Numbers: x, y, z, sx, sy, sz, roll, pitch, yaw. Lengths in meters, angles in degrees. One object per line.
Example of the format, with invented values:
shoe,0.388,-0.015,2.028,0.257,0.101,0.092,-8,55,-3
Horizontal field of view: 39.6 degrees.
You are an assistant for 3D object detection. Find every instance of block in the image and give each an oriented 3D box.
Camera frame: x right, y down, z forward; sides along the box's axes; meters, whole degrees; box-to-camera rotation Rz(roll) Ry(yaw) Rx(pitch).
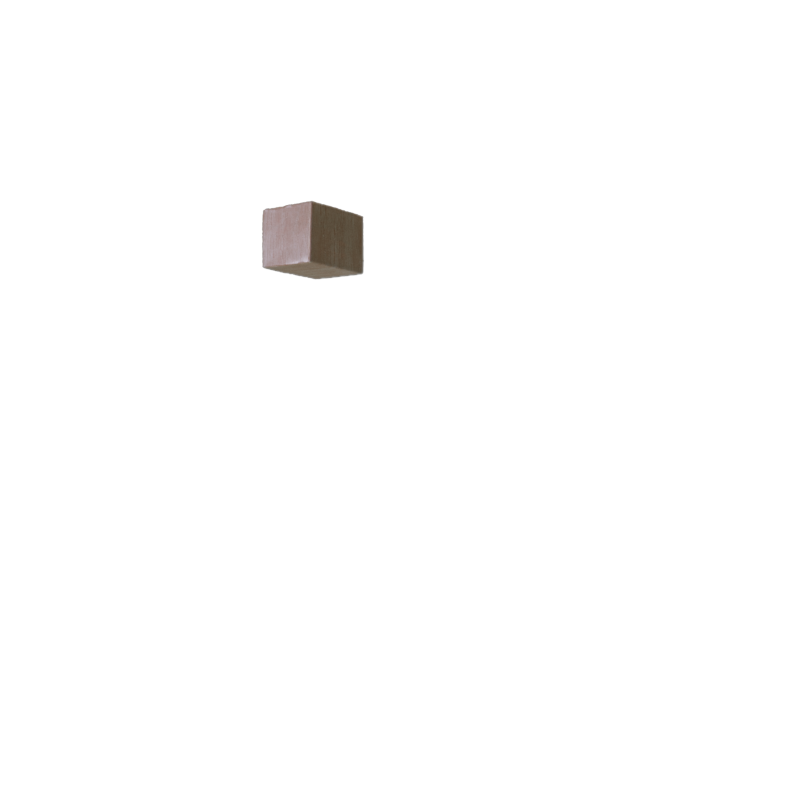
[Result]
block,-0.073,-0.133,0.932,0.054,0.052,0.074,-5,-7,33
